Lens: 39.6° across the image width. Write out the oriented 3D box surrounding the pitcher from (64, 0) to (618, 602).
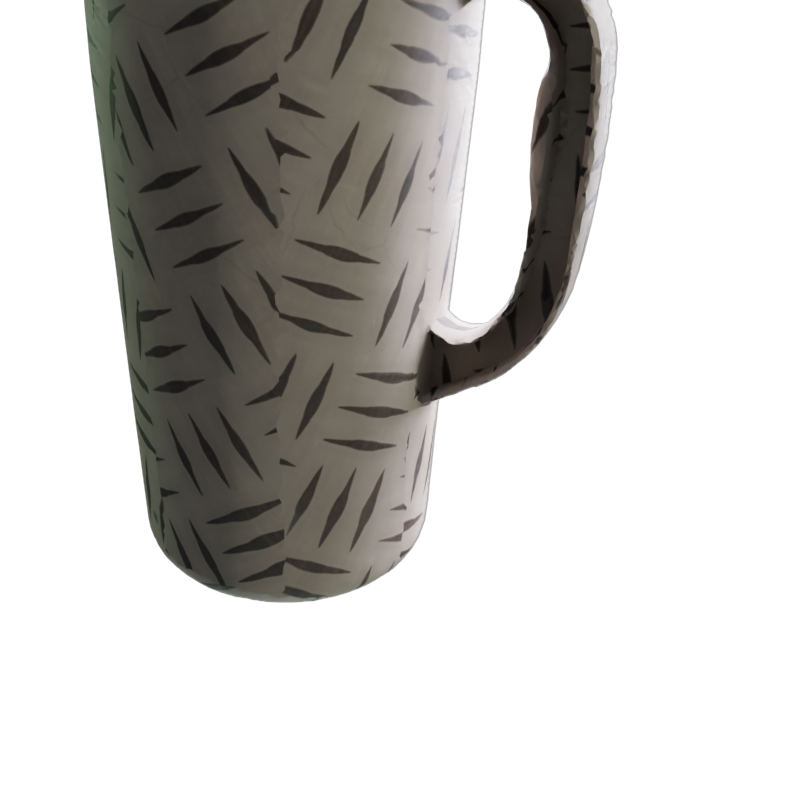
[{"bbox_3d":[-0.030,-0.054,0.381,0.142,0.230,0.160,-8,27,-19],"label":"pitcher"}]
